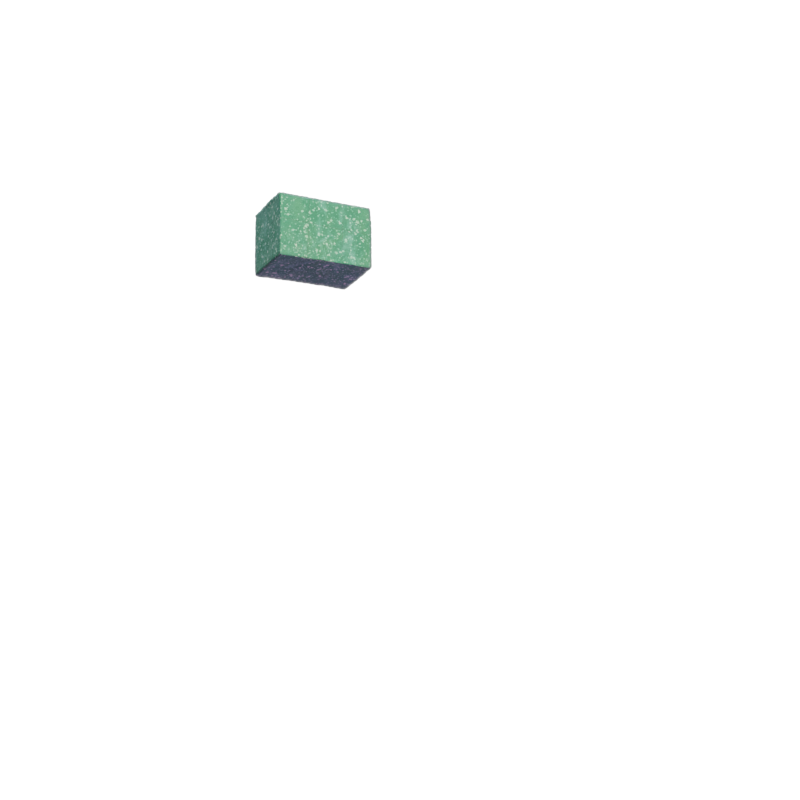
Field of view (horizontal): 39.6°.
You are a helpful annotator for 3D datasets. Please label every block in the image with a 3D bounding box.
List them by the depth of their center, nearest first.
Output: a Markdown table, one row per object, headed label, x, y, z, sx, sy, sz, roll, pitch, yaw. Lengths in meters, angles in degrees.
| label | x | y | z | sx | sy | sz | roll | pitch | yaw |
| --- | --- | --- | --- | --- | --- | --- | --- | --- | --- |
| block | -0.067 | -0.122 | 0.852 | 0.075 | 0.054 | 0.052 | 8 | -20 | -24 |
